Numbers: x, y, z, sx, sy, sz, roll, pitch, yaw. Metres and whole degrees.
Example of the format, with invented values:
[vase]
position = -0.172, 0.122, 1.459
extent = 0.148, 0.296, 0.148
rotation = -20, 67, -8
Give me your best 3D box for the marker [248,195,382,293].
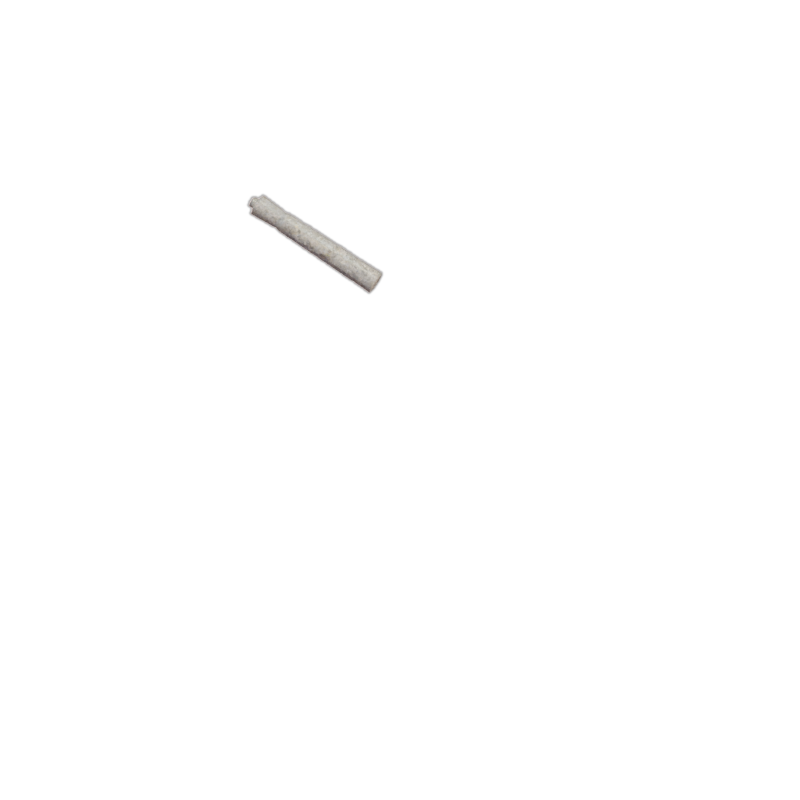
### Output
[marker]
position = -0.069, -0.126, 0.880
extent = 0.124, 0.019, 0.019
rotation = 34, 9, 10
